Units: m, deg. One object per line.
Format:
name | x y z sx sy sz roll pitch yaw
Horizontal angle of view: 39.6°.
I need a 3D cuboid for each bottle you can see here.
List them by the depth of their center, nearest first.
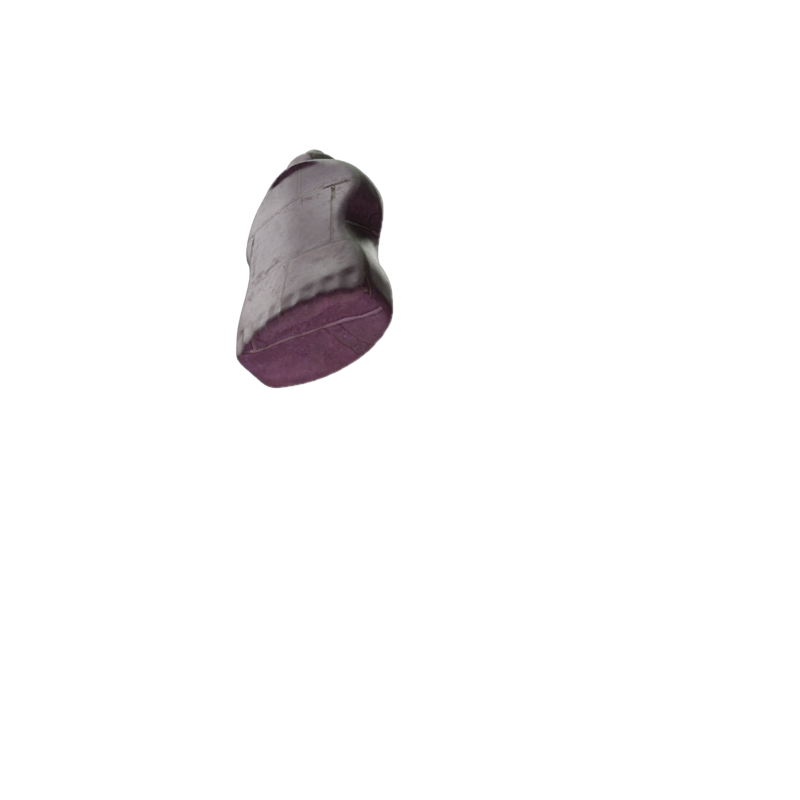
bottle | -0.055 -0.101 0.708 0.096 0.206 0.054 -30 -52 22
